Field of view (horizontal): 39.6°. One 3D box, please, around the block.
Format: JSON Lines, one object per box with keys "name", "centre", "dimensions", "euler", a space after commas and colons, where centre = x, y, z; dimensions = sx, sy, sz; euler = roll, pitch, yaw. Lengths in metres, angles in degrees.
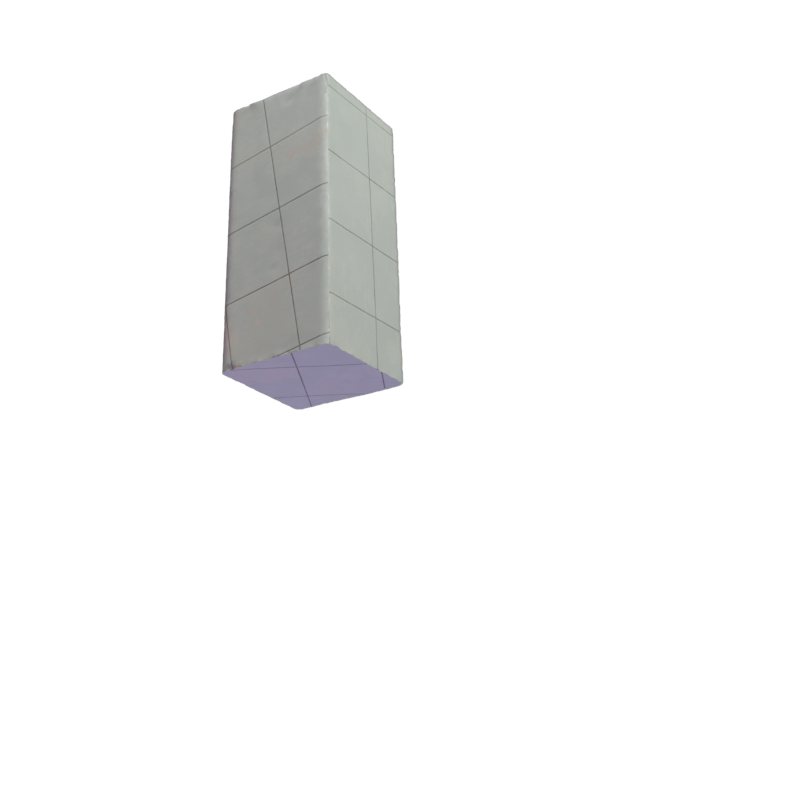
{"name": "block", "centre": [-0.061, -0.111, 0.779], "dimensions": [0.091, 0.218, 0.084], "euler": [-17, -30, 29]}
